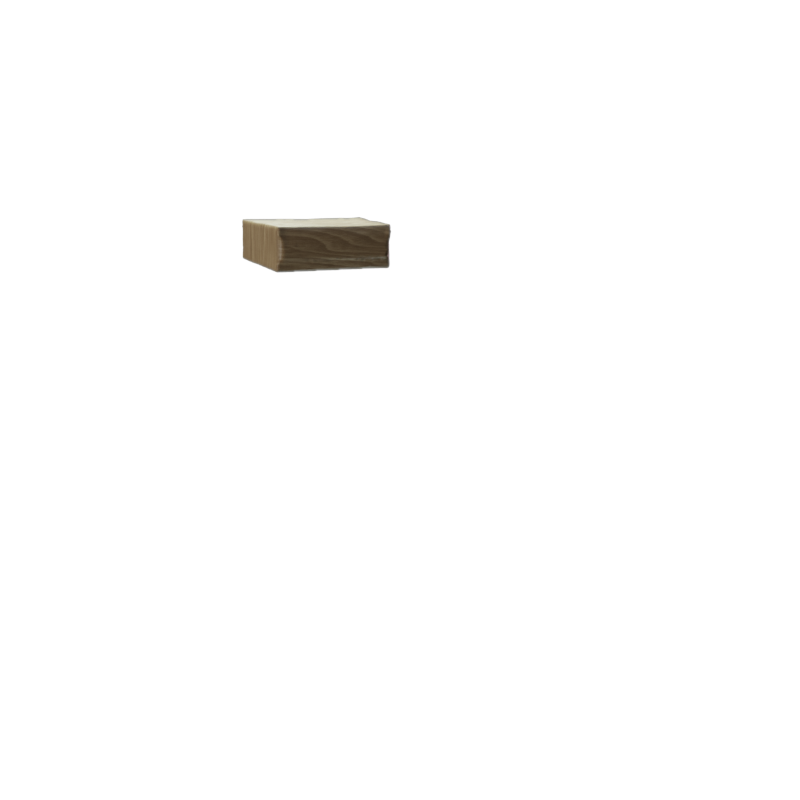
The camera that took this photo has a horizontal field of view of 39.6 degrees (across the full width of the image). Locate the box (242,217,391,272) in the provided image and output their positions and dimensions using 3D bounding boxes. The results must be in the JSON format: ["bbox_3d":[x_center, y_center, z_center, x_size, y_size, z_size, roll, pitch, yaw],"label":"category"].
[{"bbox_3d":[-0.055,-0.100,0.703,0.071,0.030,0.093,-4,12,-19],"label":"box"}]
